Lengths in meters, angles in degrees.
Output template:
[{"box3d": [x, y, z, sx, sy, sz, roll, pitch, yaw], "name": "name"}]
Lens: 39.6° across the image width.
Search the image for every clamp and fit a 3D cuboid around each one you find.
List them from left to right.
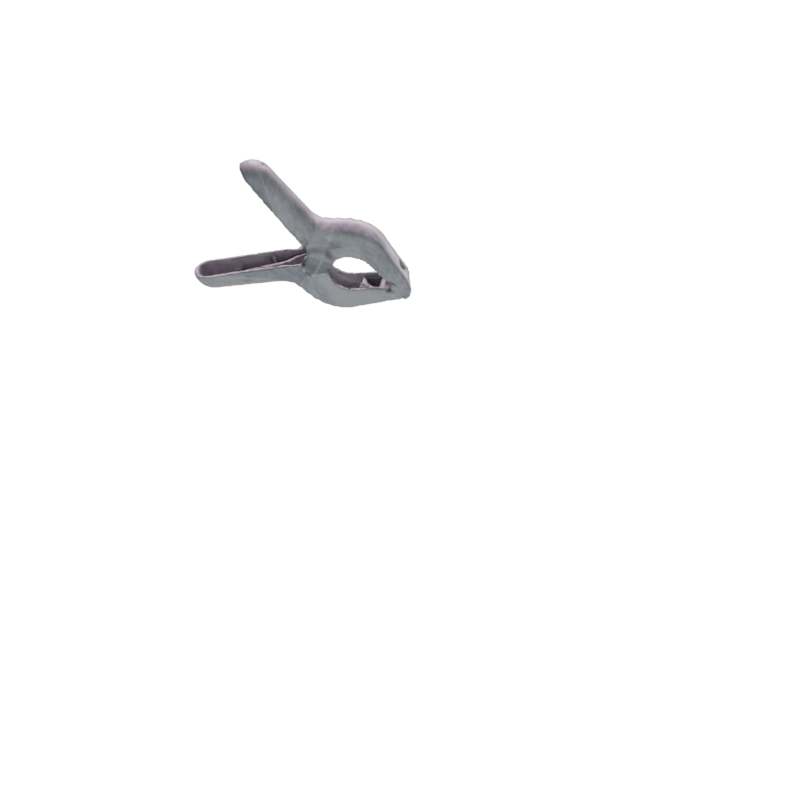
[{"box3d": [-0.068, -0.124, 0.870, 0.169, 0.042, 0.114, 10, -45, -10], "name": "clamp"}]
